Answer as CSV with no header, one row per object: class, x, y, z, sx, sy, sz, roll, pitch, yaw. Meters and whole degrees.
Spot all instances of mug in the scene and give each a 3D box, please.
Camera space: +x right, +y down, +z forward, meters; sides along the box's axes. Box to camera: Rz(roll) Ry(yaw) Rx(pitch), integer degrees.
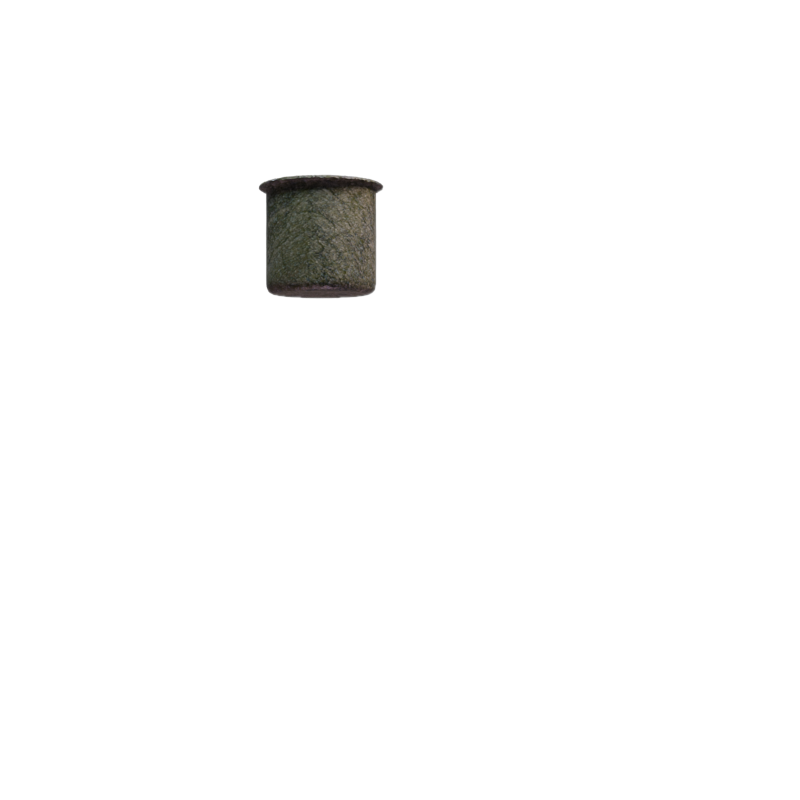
mug,-0.065,-0.119,0.833,0.090,0.083,0.120,2,-3,-31
